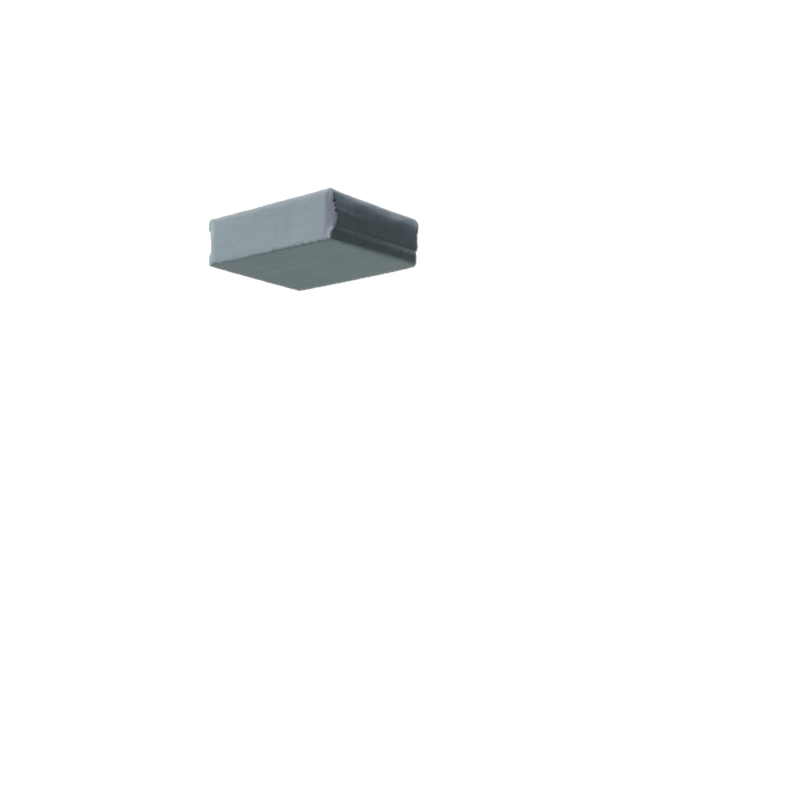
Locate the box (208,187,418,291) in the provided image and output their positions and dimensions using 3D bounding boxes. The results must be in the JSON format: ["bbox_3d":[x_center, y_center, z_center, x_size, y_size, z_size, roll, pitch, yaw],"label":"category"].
[{"bbox_3d":[-0.046,-0.085,0.595,0.091,0.031,0.069,-8,-12,39],"label":"box"}]
